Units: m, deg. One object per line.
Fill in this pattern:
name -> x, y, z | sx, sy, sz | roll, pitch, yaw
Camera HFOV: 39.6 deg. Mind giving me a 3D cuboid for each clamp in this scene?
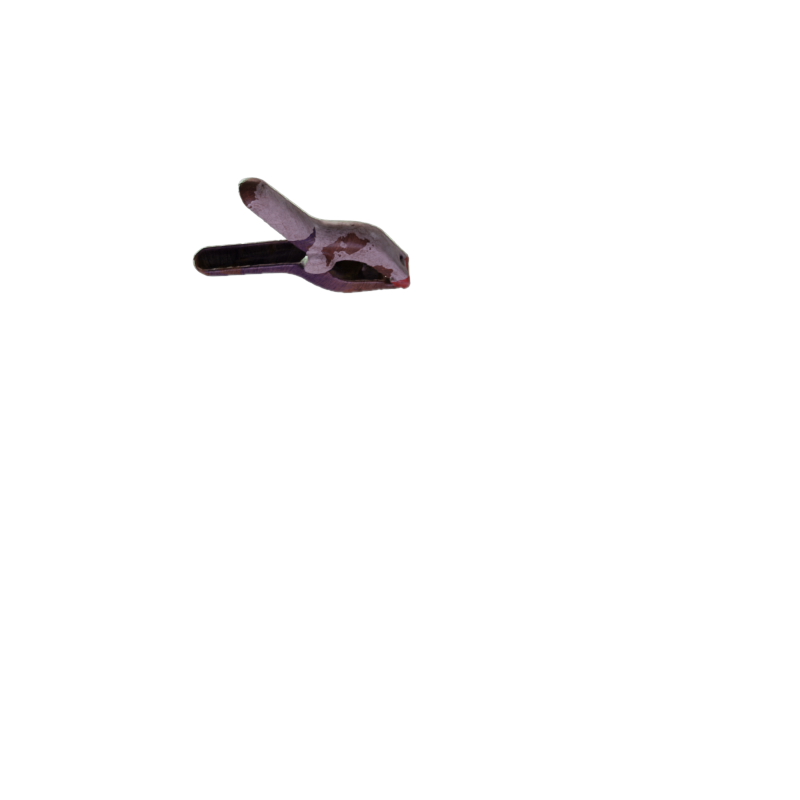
clamp -> -0.067, -0.122, 0.855 | 0.168, 0.041, 0.116 | 6, -22, -14
